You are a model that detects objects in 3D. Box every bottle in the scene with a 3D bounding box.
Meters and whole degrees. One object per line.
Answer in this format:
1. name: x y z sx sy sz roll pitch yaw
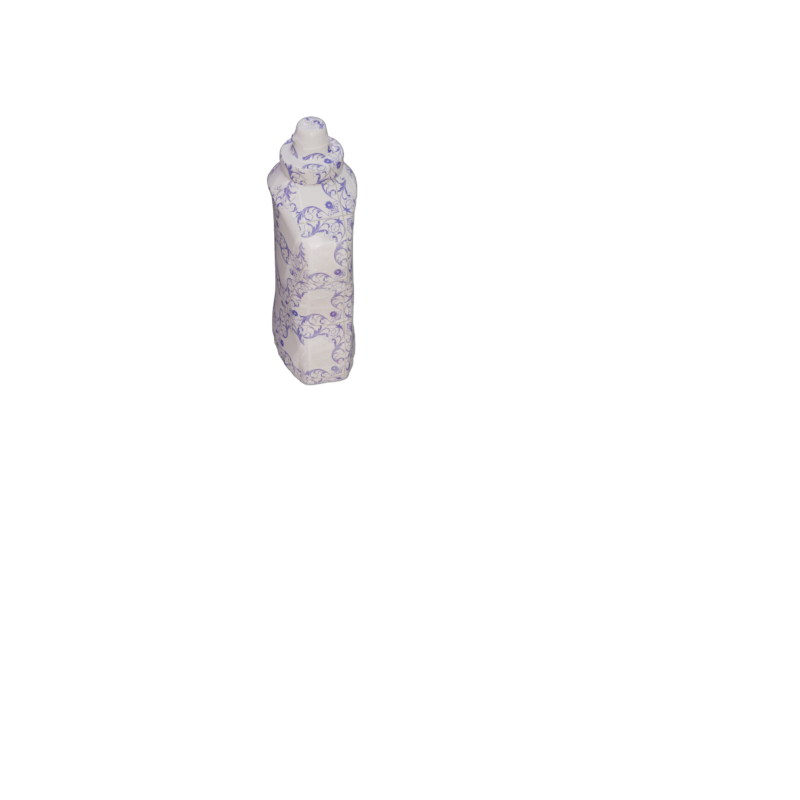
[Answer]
1. bottle: -0.059 -0.107 0.749 0.058 0.179 0.104 -6 44 -11
